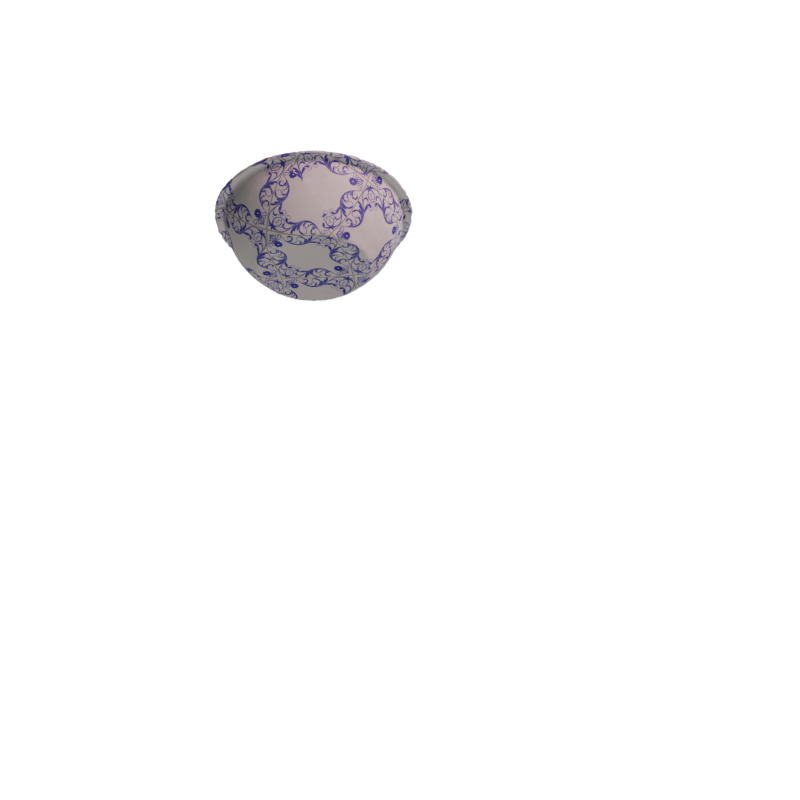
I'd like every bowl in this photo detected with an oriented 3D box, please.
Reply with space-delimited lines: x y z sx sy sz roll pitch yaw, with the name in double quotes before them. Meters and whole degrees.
"bowl" -0.070 -0.128 0.895 0.162 0.059 0.152 1 -33 -2
